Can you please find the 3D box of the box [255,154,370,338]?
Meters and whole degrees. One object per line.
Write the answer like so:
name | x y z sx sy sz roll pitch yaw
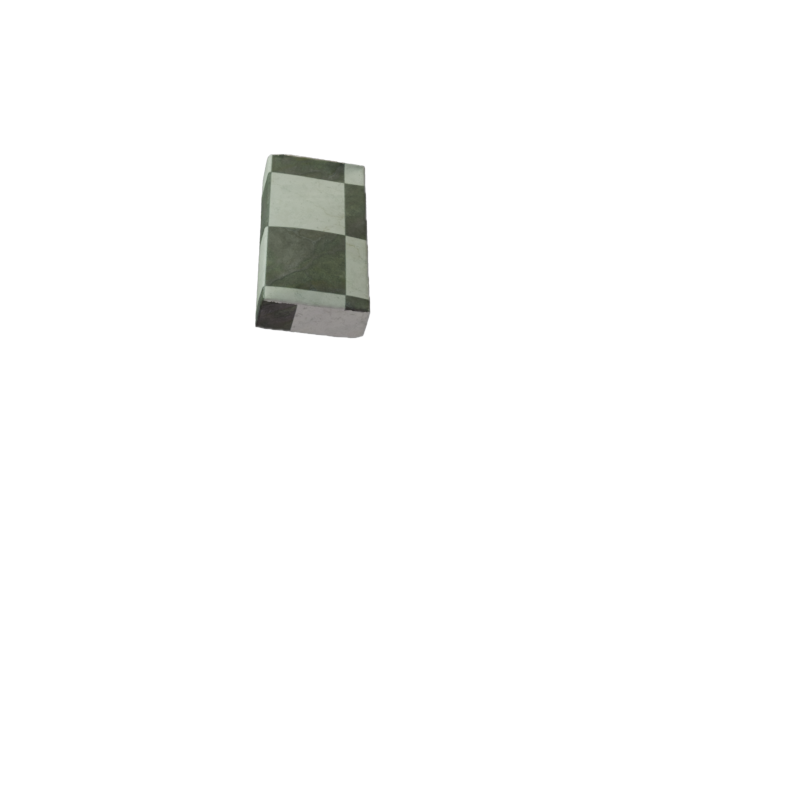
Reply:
box | -0.076 -0.139 0.970 0.092 0.189 0.045 5 -38 -11
